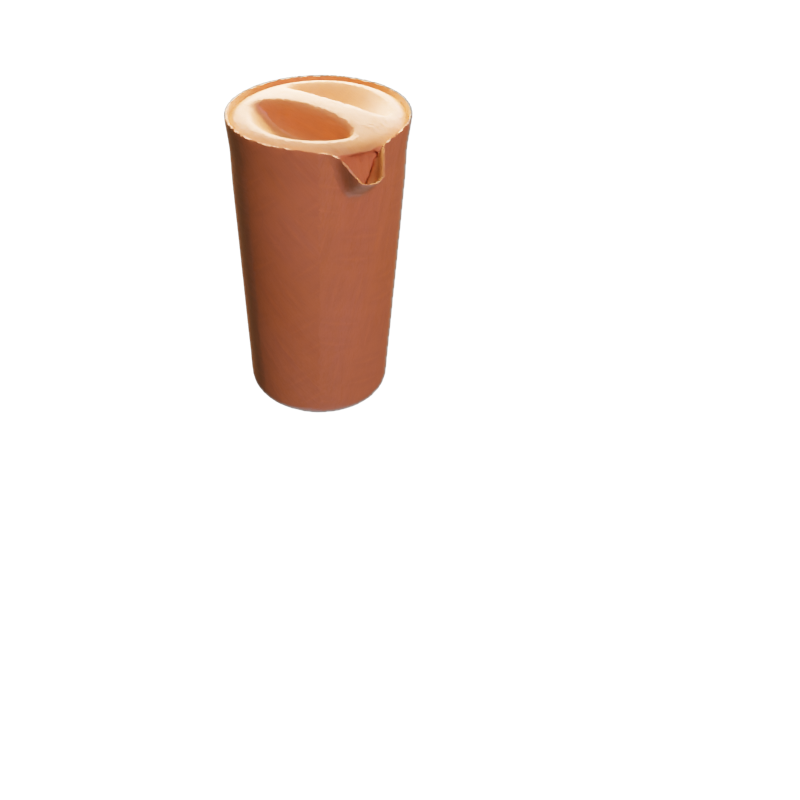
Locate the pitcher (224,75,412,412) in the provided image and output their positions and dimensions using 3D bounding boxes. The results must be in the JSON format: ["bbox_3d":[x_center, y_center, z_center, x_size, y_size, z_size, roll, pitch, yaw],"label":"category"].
[{"bbox_3d":[-0.067,-0.121,0.849,0.148,0.228,0.155,11,35,12],"label":"pitcher"}]
